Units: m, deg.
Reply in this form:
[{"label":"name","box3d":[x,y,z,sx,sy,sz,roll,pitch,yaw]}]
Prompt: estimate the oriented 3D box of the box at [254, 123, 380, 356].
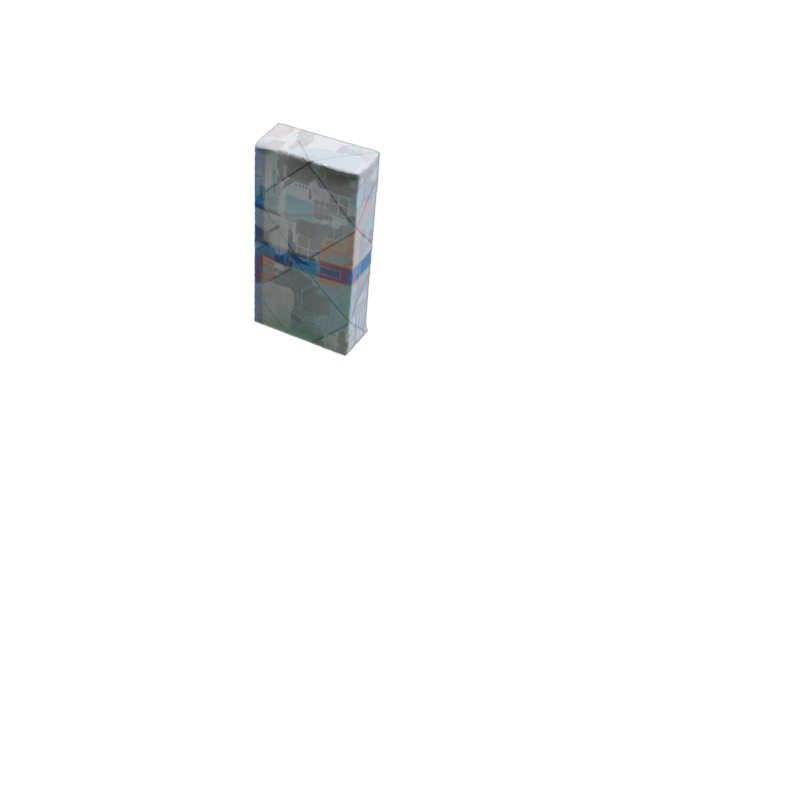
[{"label":"box","box3d":[-0.070,-0.127,0.892,0.097,0.165,0.049,20,42,20]}]
